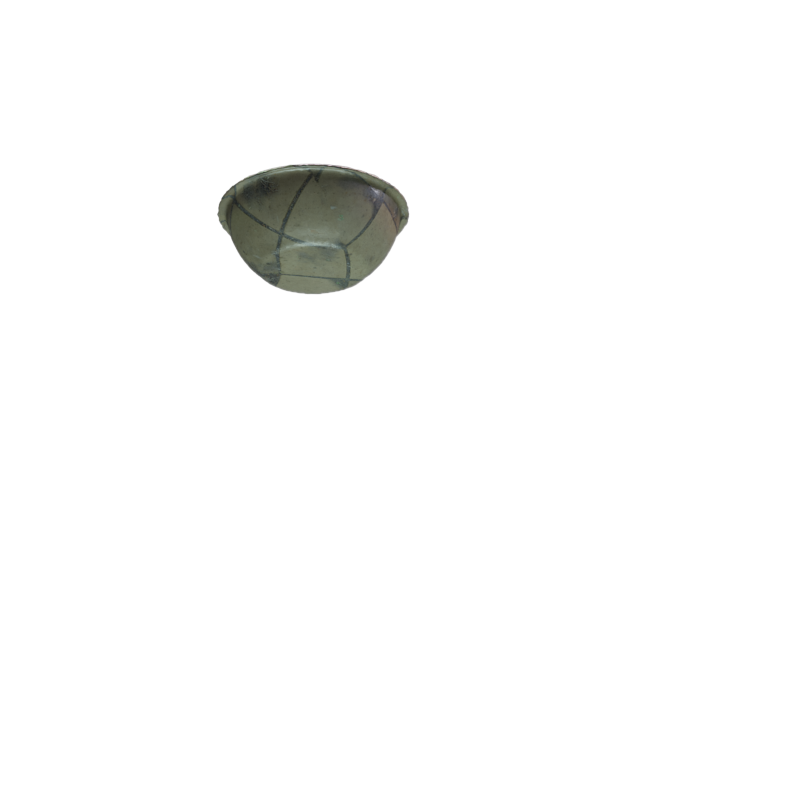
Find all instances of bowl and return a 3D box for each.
[{"bbox_3d":[-0.073,-0.132,0.926,0.162,0.058,0.154,1,-22,-2],"label":"bowl"}]
